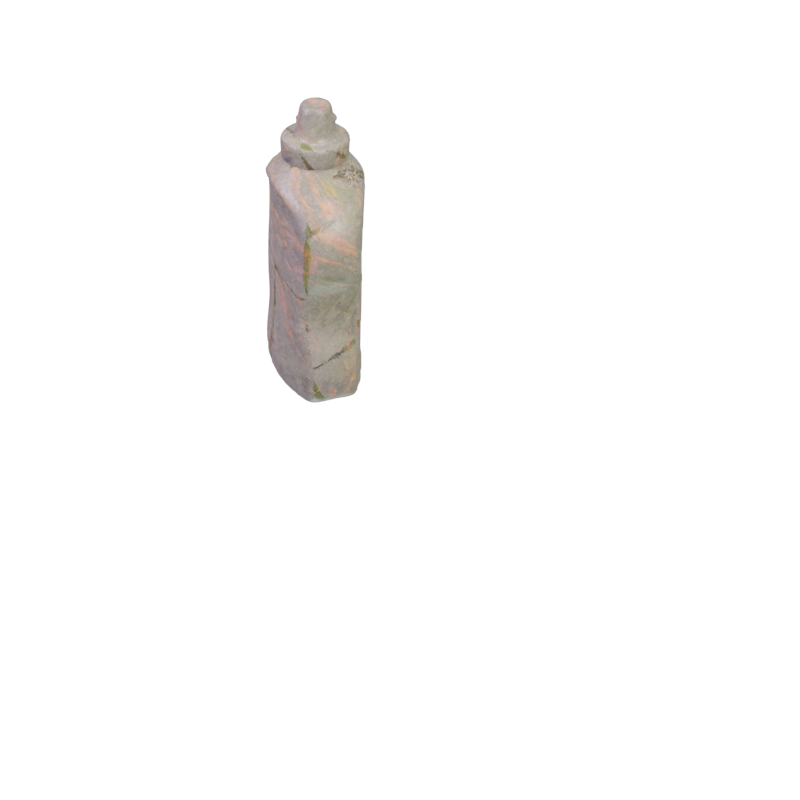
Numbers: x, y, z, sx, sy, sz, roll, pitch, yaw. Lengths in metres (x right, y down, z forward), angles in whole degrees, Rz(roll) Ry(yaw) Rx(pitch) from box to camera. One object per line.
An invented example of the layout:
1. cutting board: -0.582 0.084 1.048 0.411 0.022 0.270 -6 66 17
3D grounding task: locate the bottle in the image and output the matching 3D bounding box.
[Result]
1. bottle: -0.054 -0.099 0.693 0.058 0.179 0.104 -8 38 -15
